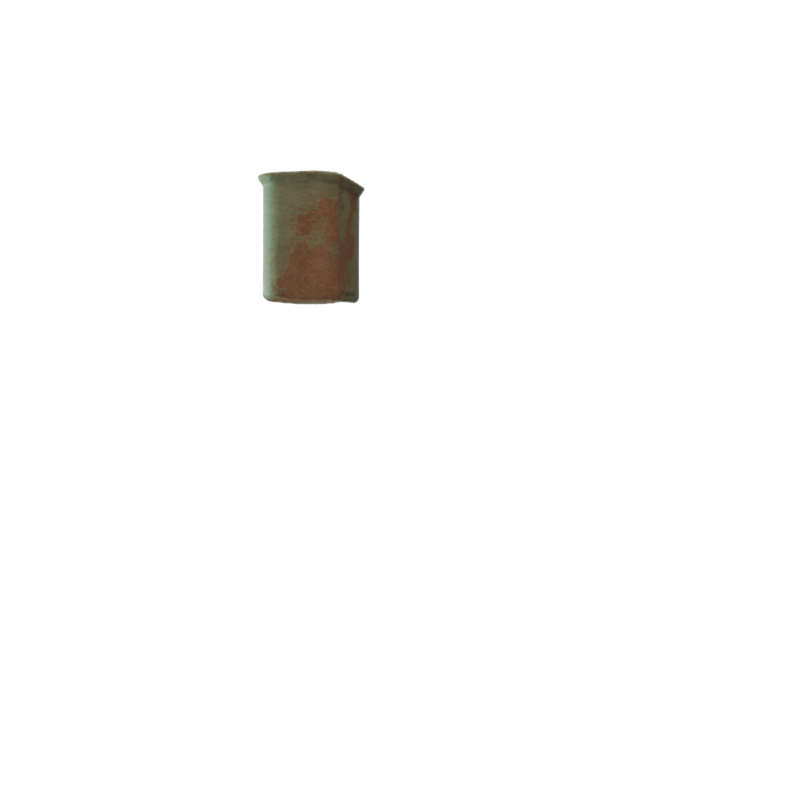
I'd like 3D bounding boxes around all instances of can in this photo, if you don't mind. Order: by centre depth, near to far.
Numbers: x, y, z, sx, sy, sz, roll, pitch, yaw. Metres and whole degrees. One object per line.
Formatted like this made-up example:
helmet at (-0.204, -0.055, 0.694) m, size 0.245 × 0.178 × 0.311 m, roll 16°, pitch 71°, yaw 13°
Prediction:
can at (-0.060, -0.109, 0.761) m, size 0.058 × 0.084 × 0.100 m, roll -1°, pitch 0°, yaw 12°
